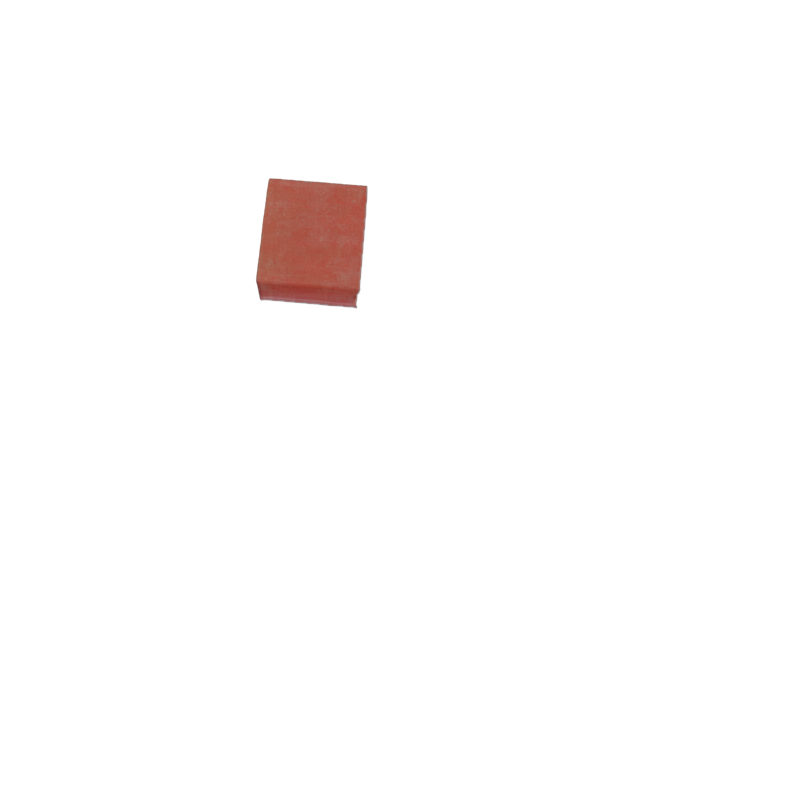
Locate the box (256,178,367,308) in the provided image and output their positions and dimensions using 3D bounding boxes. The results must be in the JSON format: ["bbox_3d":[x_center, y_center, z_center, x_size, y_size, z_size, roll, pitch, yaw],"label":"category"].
[{"bbox_3d":[-0.077,-0.139,0.977,0.090,0.120,0.037,3,-29,1],"label":"box"}]
